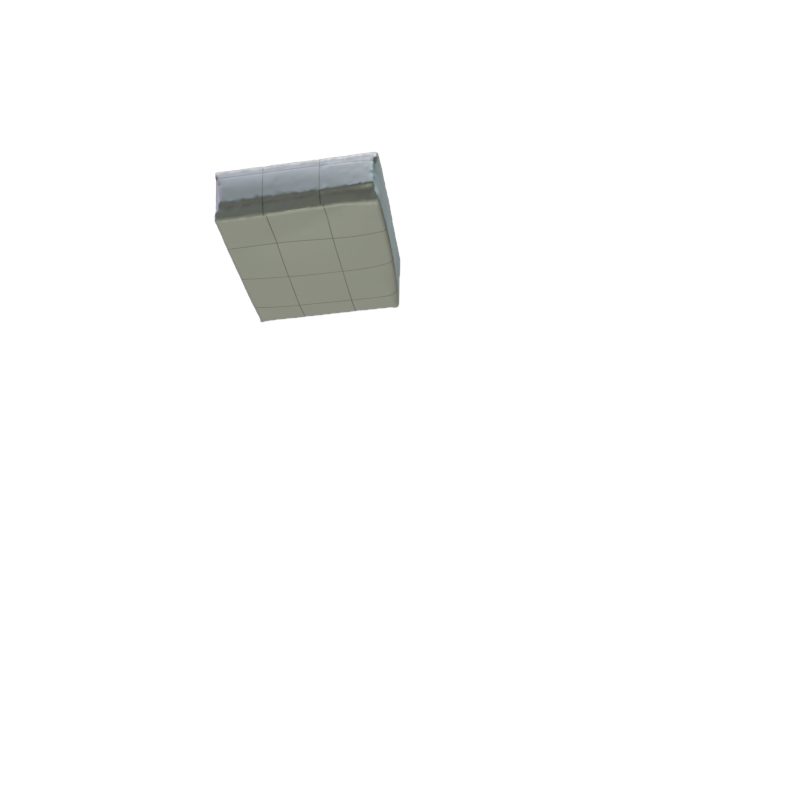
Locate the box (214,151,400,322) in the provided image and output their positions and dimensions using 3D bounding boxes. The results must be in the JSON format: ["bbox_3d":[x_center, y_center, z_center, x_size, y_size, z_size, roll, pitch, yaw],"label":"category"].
[{"bbox_3d":[-0.049,-0.090,0.630,0.090,0.041,0.105,-4,-31,7],"label":"box"}]
